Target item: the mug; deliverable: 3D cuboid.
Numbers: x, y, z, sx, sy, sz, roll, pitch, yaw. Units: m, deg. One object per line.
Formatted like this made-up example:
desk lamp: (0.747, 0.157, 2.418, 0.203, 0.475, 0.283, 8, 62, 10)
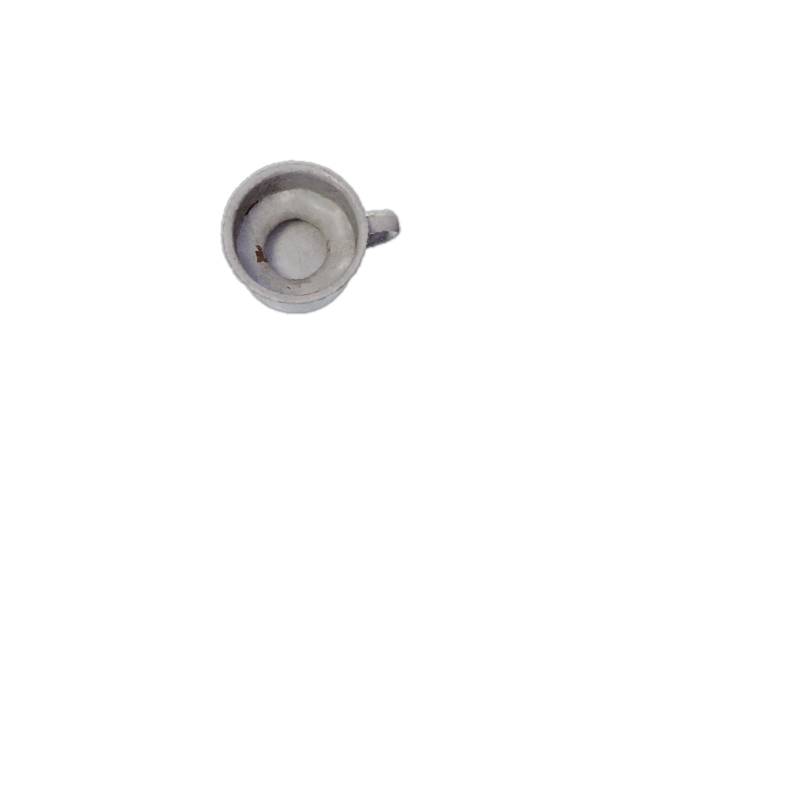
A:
mug: (-0.058, -0.106, 0.742, 0.117, 0.096, 0.080, -14, -9, -4)
